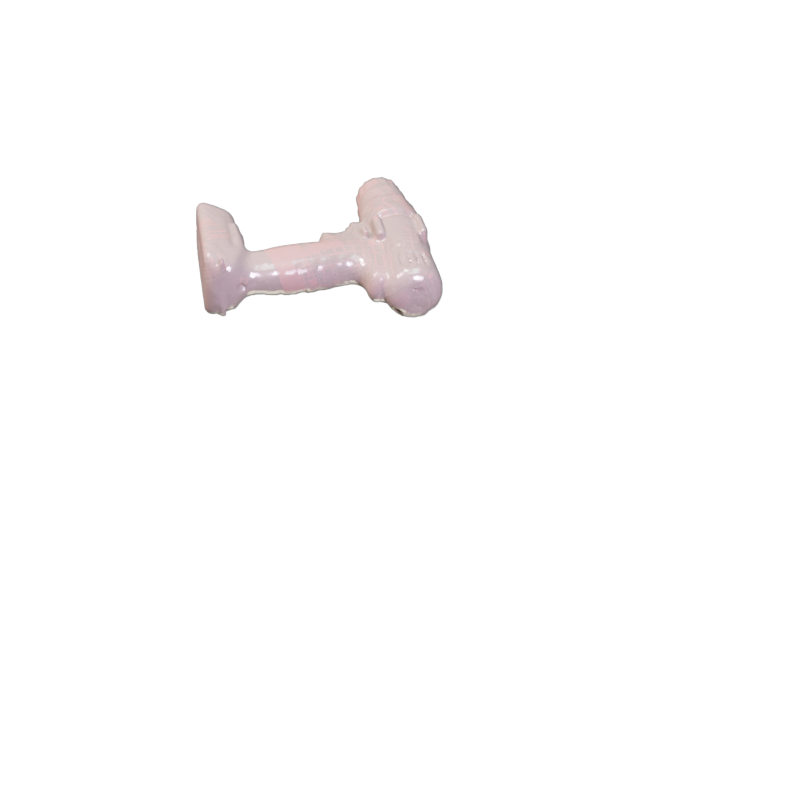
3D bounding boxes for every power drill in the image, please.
[{"bbox_3d":[-0.071,-0.129,0.902,0.186,0.054,0.198,-5,34,-8],"label":"power drill"}]
